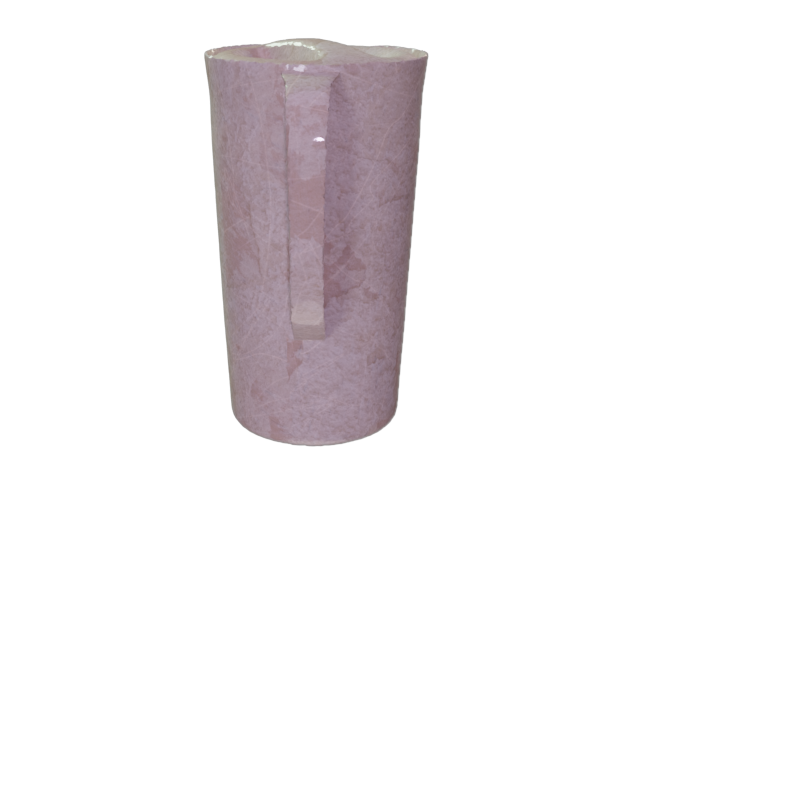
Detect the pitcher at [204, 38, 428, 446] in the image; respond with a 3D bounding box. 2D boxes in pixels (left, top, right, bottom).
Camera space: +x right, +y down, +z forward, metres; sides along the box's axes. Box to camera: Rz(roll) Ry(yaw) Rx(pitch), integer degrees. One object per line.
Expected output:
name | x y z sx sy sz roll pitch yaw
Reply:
pitcher | -0.053 -0.097 0.680 0.153 0.234 0.146 17 23 41
